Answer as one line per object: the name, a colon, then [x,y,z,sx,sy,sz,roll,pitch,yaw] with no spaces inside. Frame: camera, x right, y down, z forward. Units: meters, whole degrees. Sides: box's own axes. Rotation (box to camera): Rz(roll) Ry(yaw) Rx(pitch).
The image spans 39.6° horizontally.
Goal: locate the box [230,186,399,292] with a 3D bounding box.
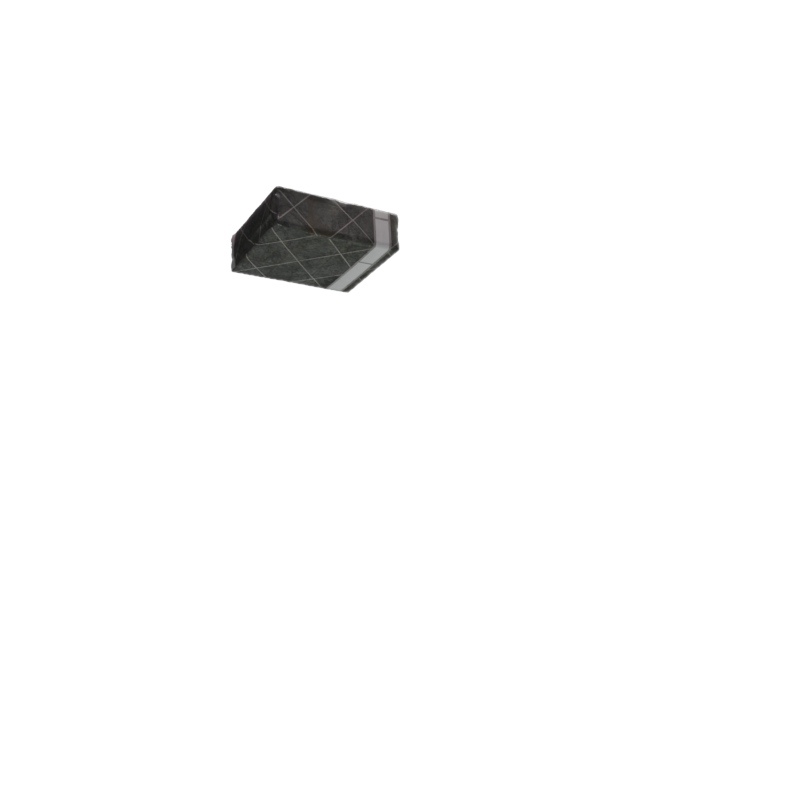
box: [-0.056,-0.103,0.718,0.086,0.032,0.072,10,-24,-25]
